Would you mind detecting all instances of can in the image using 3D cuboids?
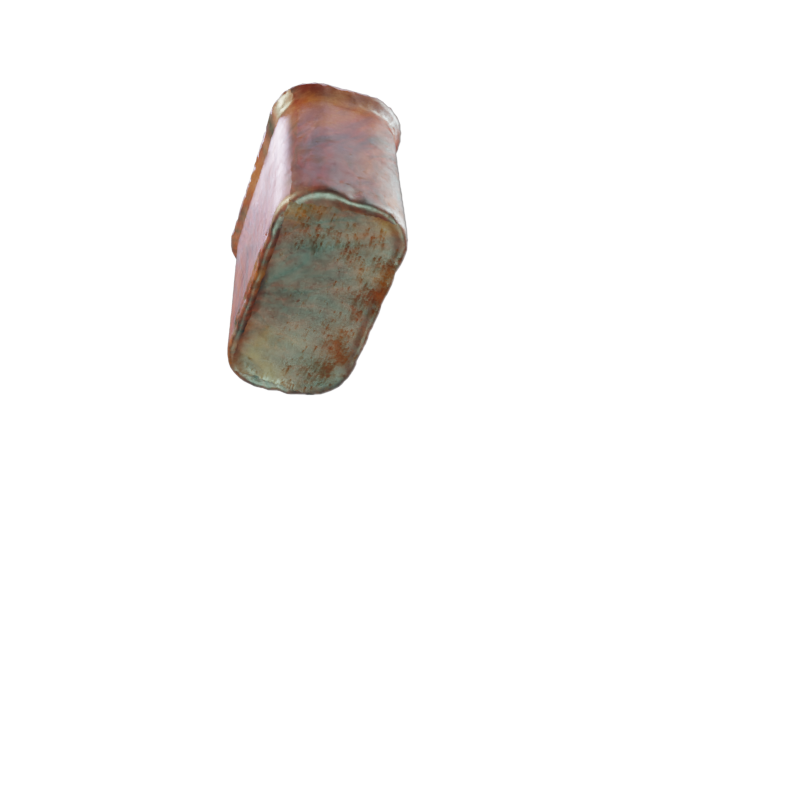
[{"bbox_3d":[-0.035,-0.065,0.454,0.056,0.097,0.090,14,36,-14],"label":"can"}]
